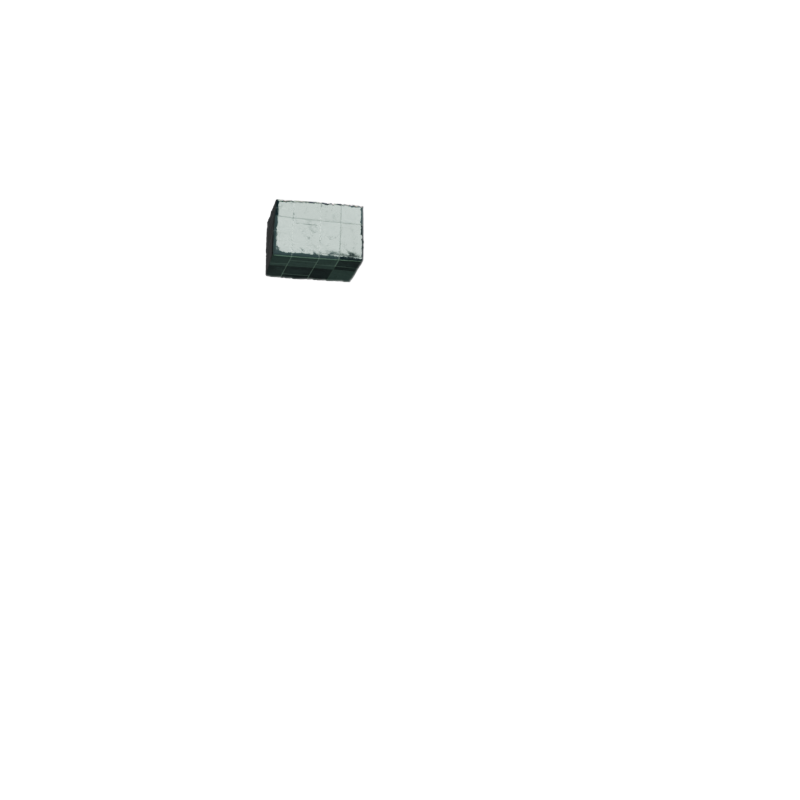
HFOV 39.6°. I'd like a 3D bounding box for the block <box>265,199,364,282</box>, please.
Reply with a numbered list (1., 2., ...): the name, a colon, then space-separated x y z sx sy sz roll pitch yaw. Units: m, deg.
1. block: -0.074 -0.135 0.943 0.077 0.054 0.051 3 -19 -12
